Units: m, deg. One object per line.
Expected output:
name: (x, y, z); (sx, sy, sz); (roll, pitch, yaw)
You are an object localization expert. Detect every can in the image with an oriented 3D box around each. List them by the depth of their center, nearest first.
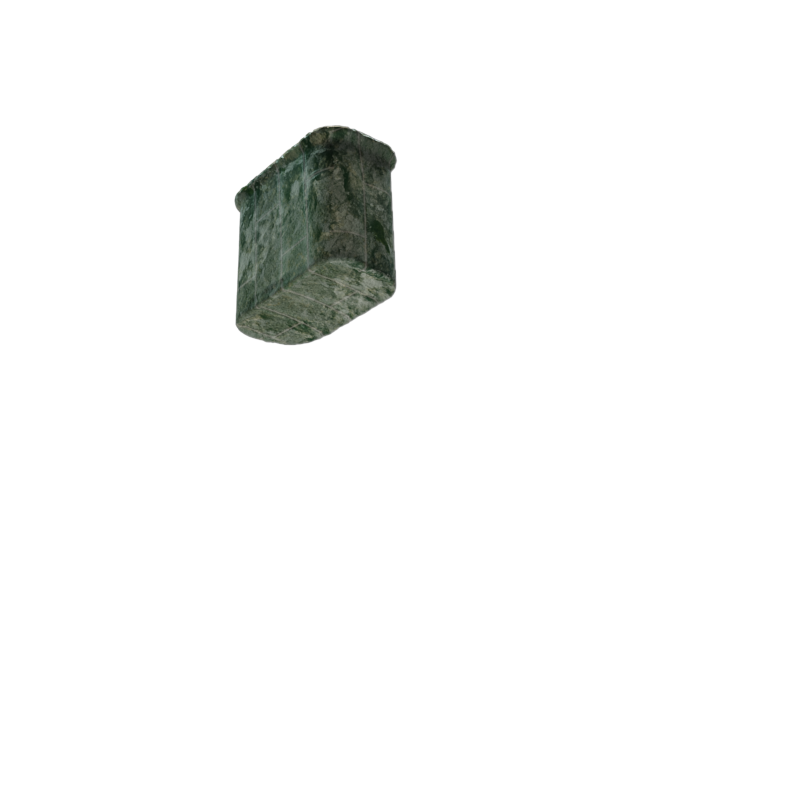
can: (-0.047, -0.086, 0.605); (0.054, 0.089, 0.101); (21, -35, -35)
